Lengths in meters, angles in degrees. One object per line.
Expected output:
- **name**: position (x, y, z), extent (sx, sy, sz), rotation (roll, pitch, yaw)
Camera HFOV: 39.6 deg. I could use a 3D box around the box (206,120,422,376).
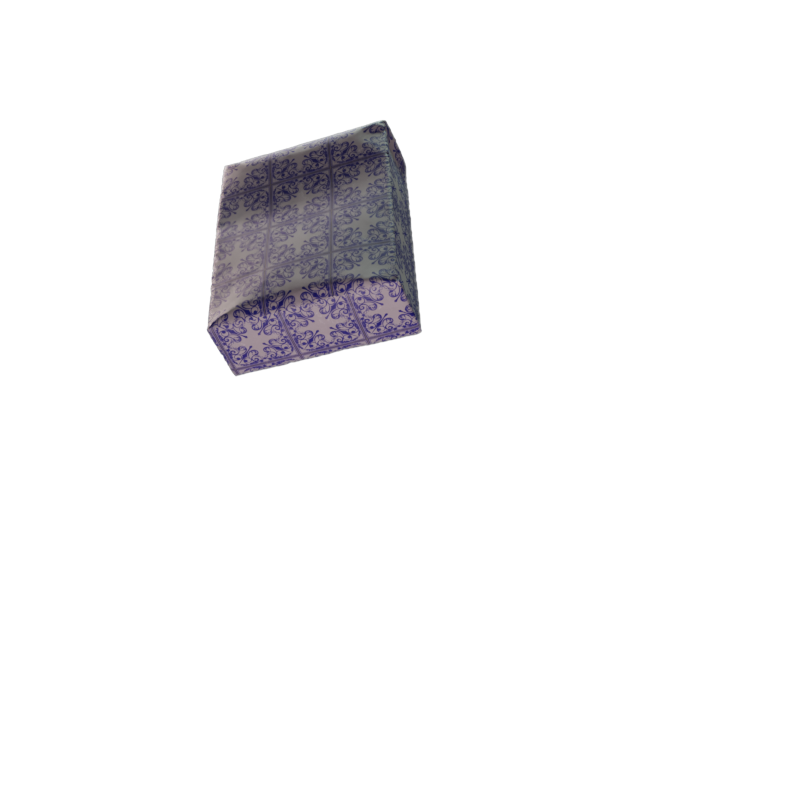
- **box**: position (-0.075, -0.137, 0.959), extent (0.165, 0.230, 0.066), rotation (-14, -44, 12)
